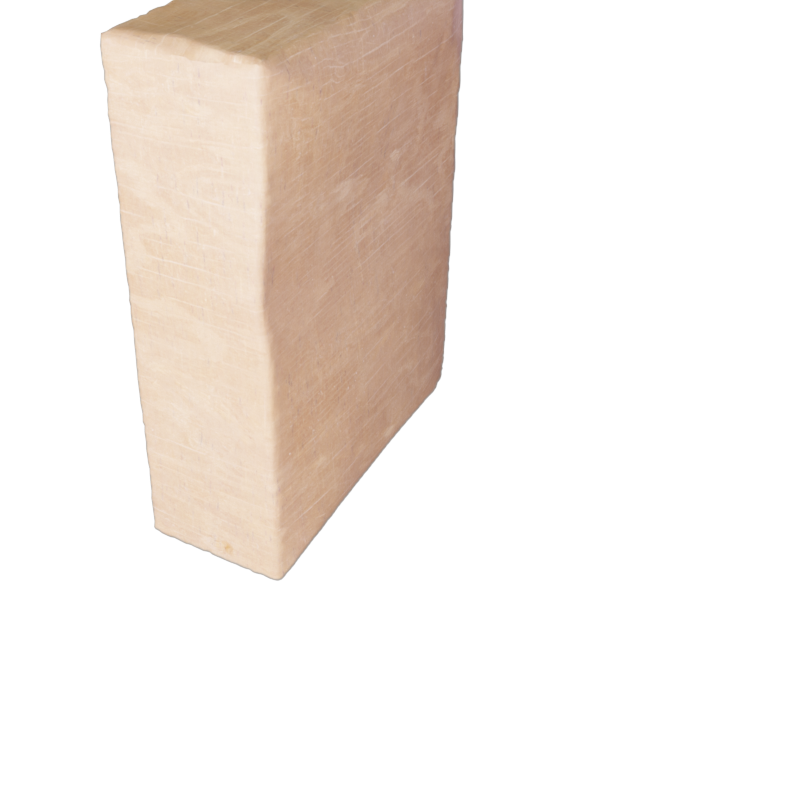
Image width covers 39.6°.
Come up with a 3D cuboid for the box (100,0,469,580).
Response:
[{"bbox_3d":[-0.035,-0.065,0.453,0.075,0.201,0.168,16,35,21],"label":"box"}]
